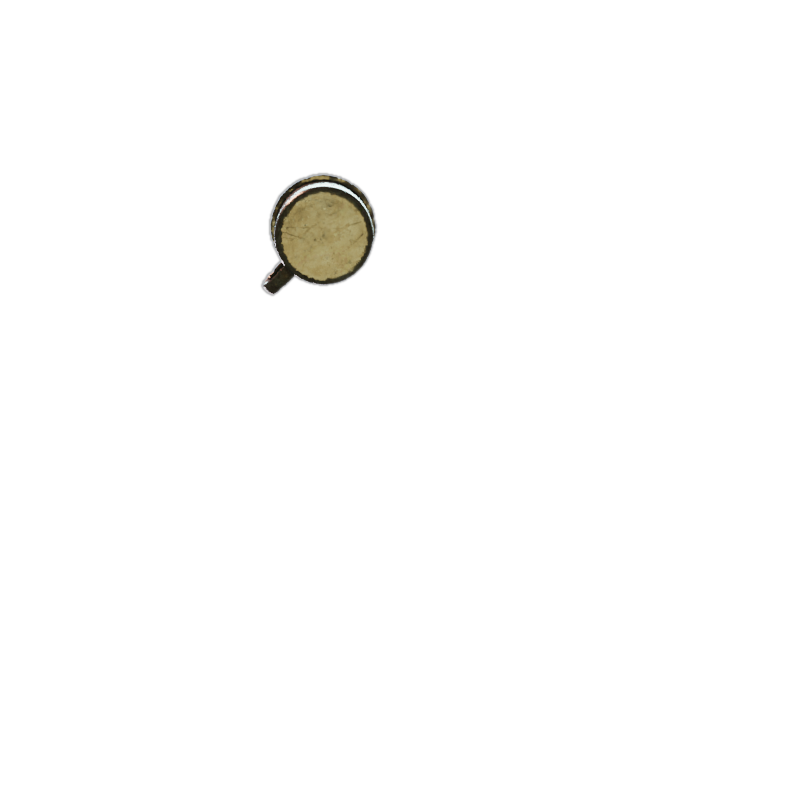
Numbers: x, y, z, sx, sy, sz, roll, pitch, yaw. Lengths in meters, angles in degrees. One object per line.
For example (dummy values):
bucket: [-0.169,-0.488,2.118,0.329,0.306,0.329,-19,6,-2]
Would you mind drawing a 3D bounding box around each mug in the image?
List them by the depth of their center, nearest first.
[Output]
mug: [-0.073,-0.134,0.937,0.117,0.092,0.083,-43,8,5]
